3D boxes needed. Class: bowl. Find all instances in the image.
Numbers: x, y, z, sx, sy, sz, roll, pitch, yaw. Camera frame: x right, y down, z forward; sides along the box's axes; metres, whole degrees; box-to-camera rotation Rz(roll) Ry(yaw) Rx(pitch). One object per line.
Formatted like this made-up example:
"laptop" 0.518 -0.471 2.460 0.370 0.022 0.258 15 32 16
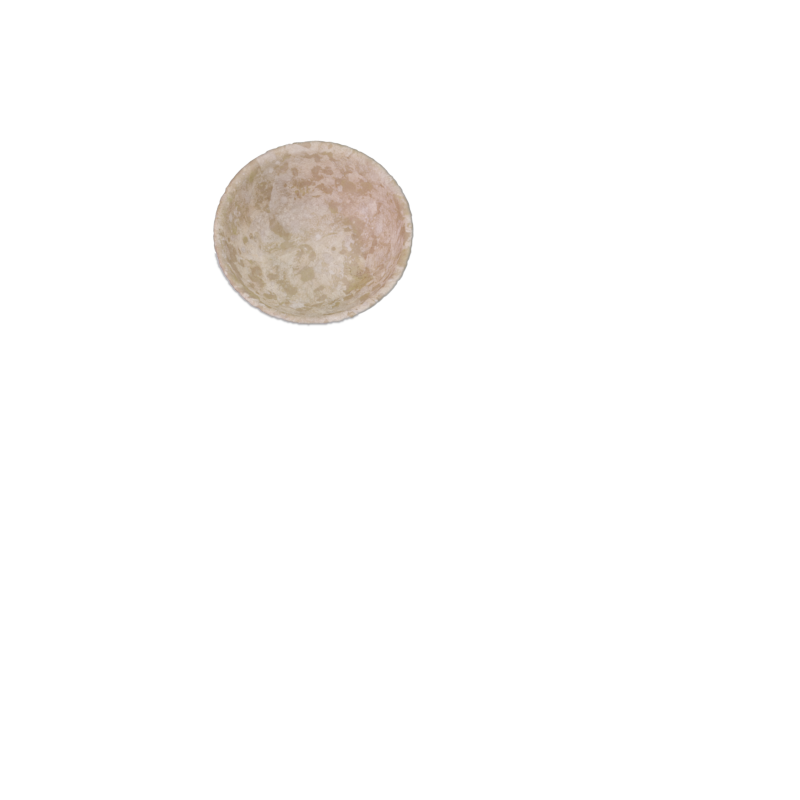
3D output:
"bowl" -0.072 -0.130 0.914 0.162 0.170 0.052 -1 -21 -1
